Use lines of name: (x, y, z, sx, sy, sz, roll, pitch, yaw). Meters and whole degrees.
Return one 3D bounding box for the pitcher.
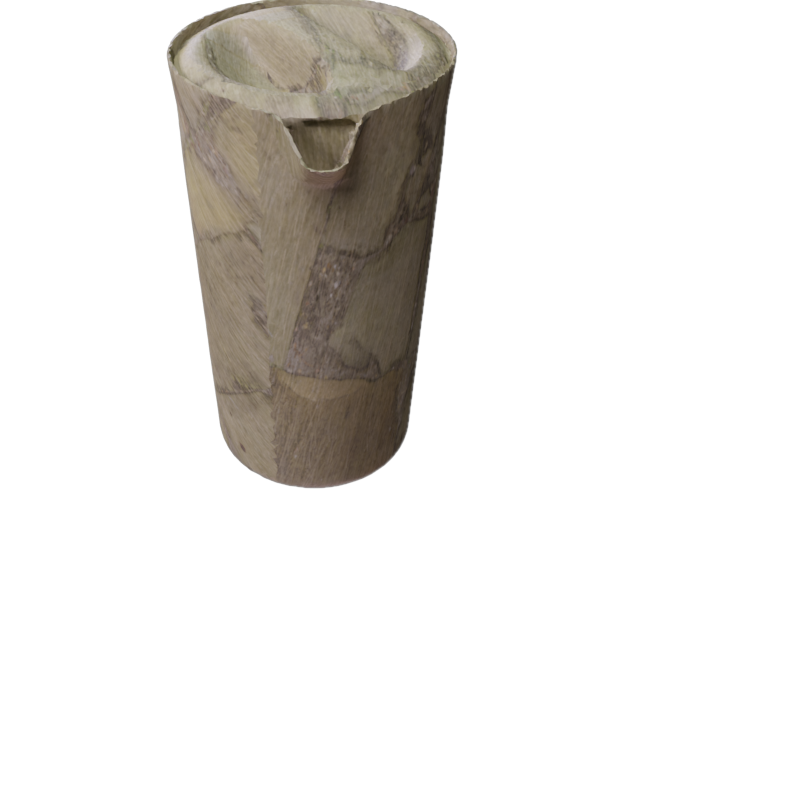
pitcher: (-0.045, -0.083, 0.581, 0.153, 0.227, 0.150, 26, 43, 29)
